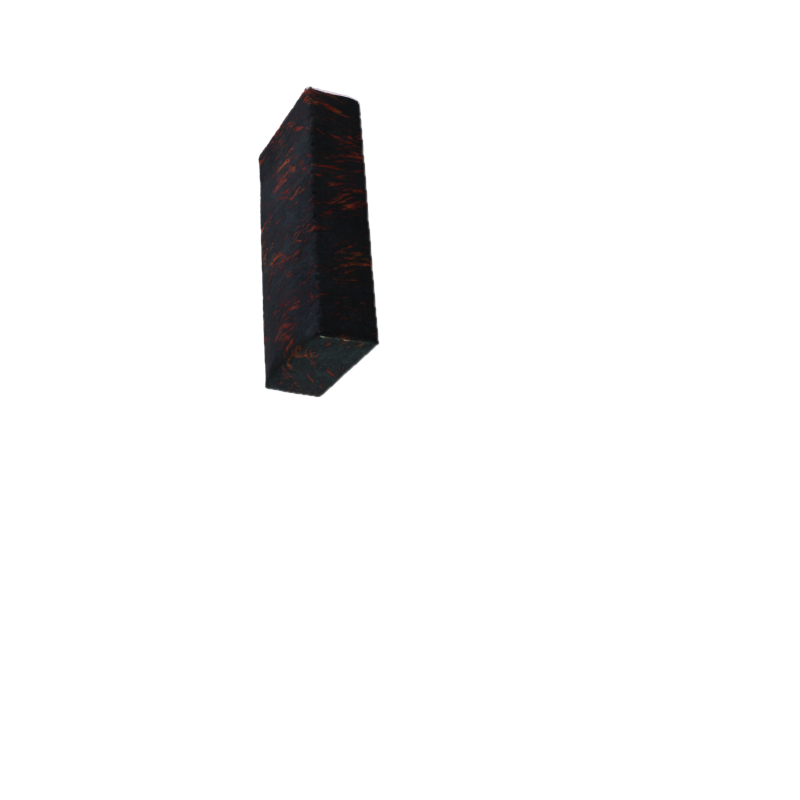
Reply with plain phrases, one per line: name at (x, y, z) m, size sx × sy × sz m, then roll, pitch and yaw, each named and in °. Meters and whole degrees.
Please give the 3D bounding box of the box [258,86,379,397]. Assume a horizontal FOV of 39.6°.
box at (-0.055, -0.101, 0.708) m, size 0.046 × 0.187 × 0.091 m, roll 11°, pitch -29°, yaw -24°
